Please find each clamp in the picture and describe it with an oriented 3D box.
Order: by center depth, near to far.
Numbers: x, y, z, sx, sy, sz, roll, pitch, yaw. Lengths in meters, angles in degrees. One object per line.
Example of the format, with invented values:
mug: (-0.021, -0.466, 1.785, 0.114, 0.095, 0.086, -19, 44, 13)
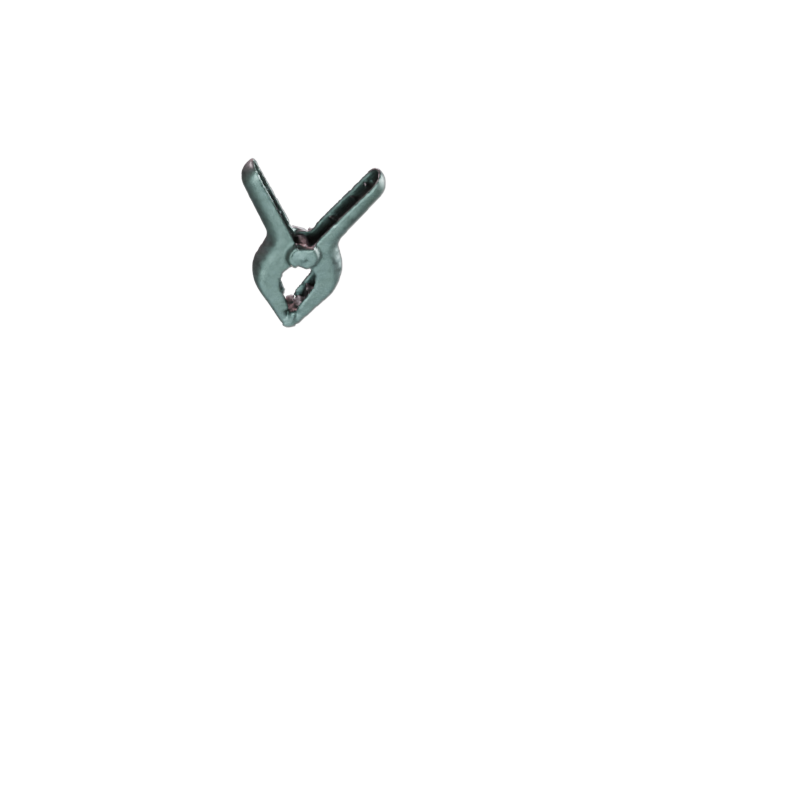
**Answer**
clamp: (-0.075, -0.137, 0.959, 0.120, 0.160, 0.042, 2, 42, -2)
